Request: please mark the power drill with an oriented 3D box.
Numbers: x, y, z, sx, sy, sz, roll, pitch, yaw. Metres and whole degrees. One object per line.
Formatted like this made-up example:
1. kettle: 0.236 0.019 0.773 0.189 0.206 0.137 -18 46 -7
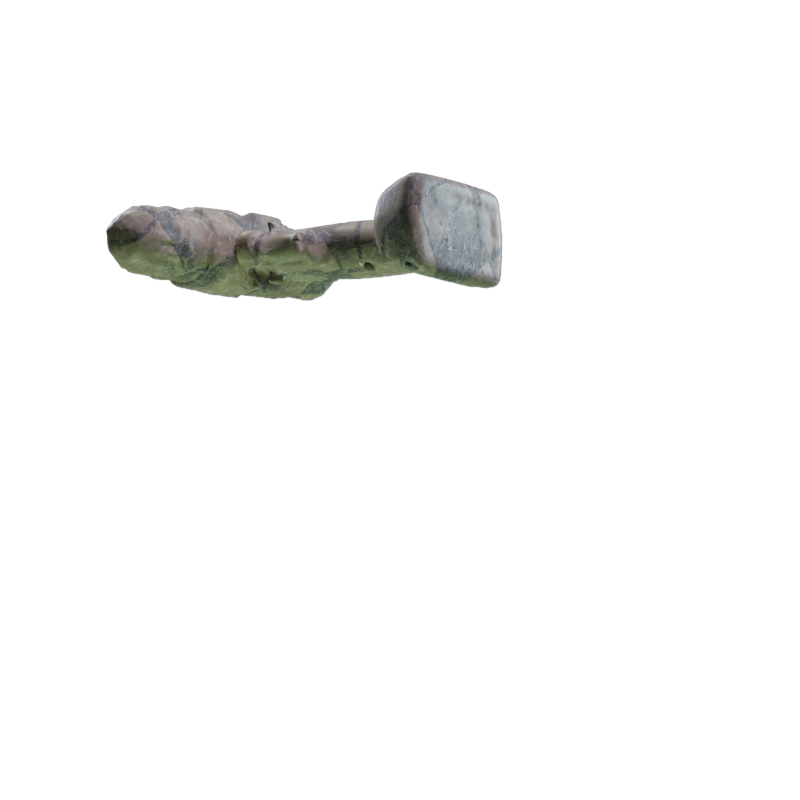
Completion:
1. power drill: -0.051 -0.092 0.646 0.194 0.058 0.177 1 1 36
